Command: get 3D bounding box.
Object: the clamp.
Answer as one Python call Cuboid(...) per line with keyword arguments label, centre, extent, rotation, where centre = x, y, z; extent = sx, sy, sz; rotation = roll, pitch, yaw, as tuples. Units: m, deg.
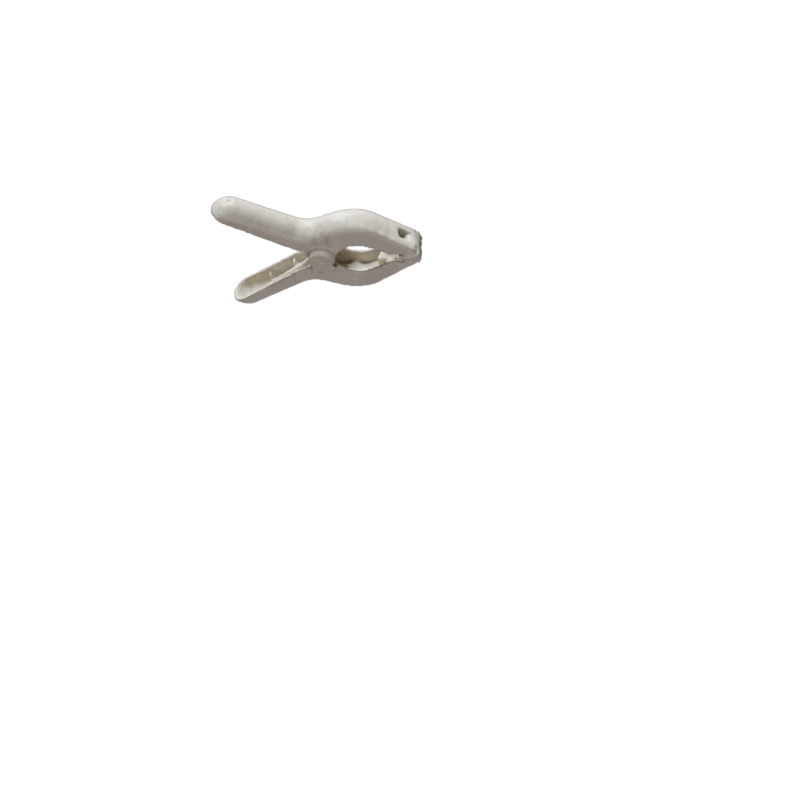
Cuboid(label="clamp", centre=(-0.071, -0.129, 0.906), extent=(0.173, 0.042, 0.111), rotation=(-8, -32, 12))
